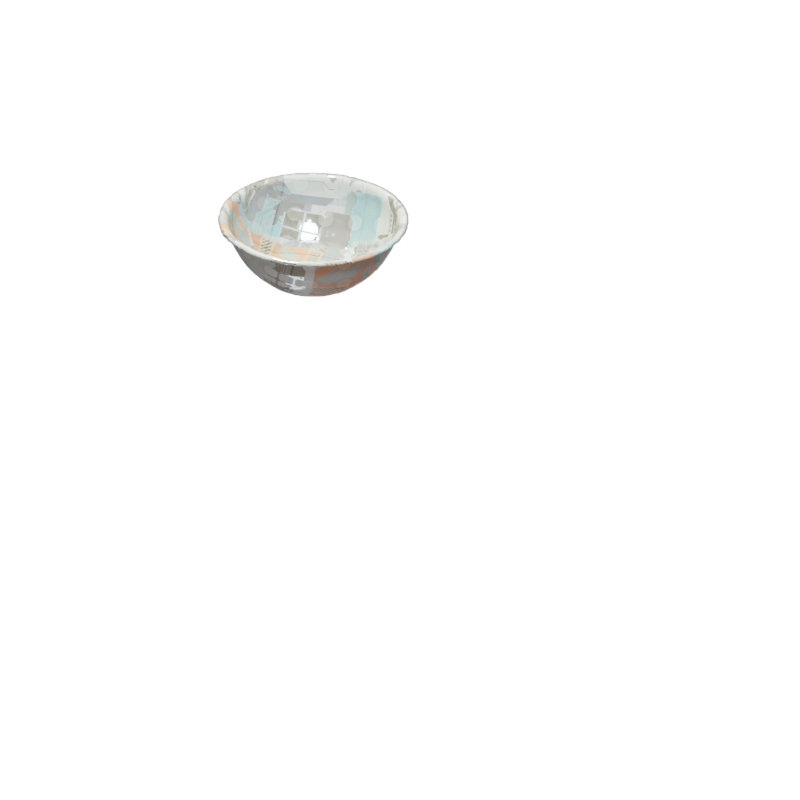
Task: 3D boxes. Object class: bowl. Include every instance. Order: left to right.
[{"bbox_3d":[-0.074,-0.136,0.952,0.162,0.052,0.173,-1,35,-2],"label":"bowl"}]
